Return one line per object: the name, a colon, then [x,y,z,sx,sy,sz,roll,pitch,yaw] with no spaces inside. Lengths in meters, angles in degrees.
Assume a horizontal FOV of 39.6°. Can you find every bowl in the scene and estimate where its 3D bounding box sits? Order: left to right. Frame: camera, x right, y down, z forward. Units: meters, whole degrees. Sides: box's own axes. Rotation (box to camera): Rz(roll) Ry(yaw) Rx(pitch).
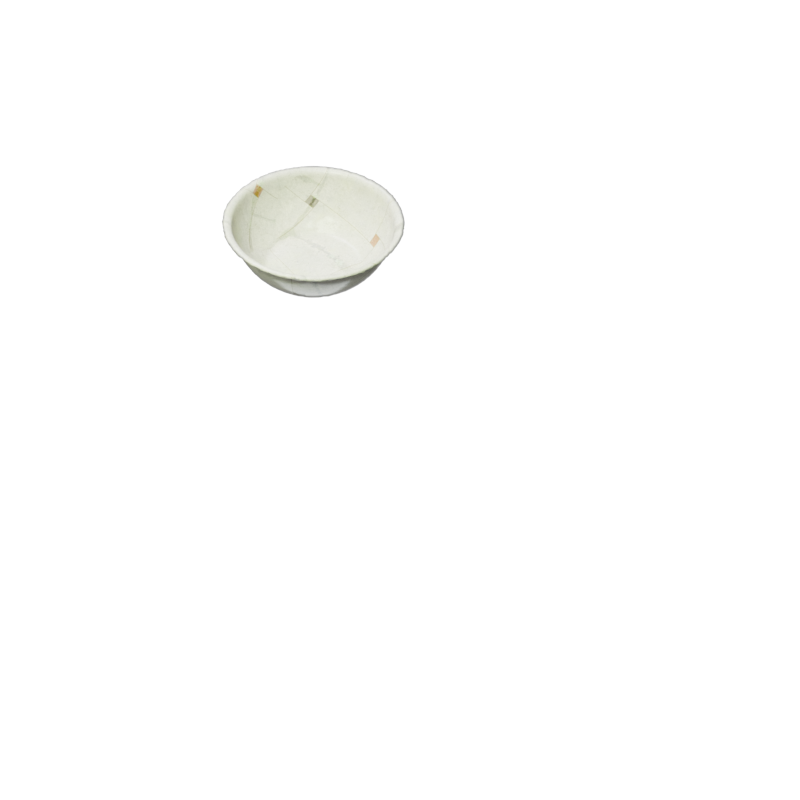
bowl: [-0.078,-0.143,0.999,0.162,0.051,0.174,-1,44,-1]
